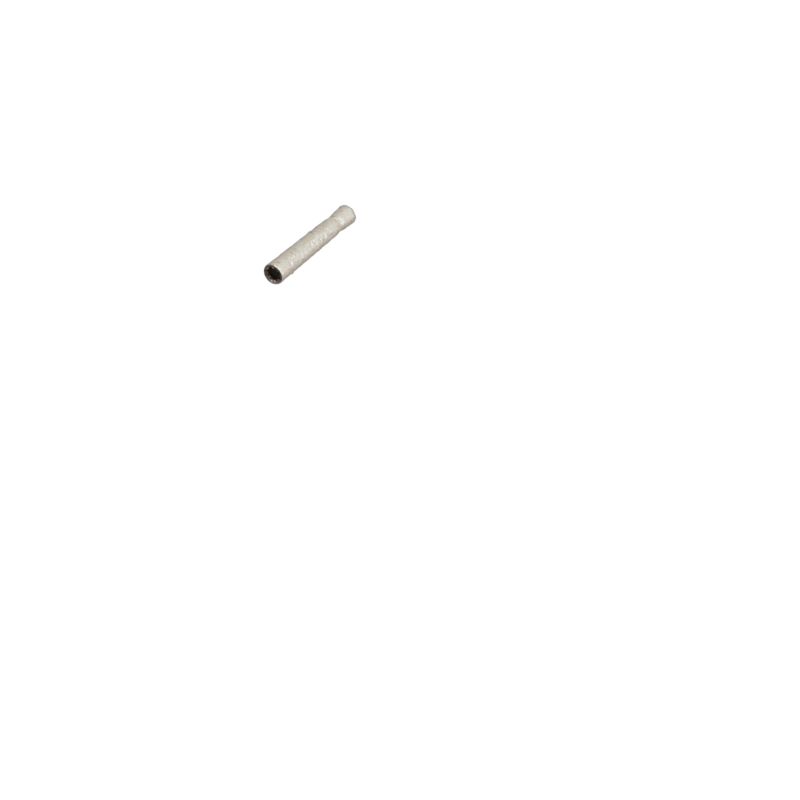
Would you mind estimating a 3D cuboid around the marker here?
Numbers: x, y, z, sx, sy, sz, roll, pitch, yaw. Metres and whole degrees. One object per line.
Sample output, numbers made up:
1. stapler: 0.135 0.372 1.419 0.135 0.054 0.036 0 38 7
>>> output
1. marker: -0.073 -0.133 0.933 0.020 0.019 0.123 2 33 33
